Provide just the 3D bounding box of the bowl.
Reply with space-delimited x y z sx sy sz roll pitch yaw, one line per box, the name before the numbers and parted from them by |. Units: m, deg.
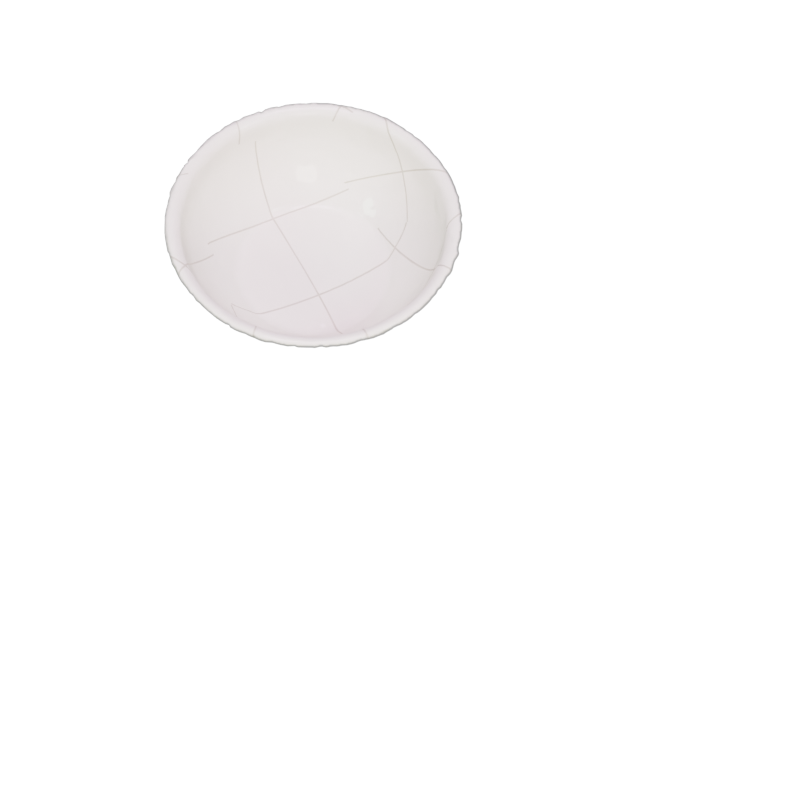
bowl | -0.049 -0.089 0.624 0.162 0.173 0.052 -1 -31 -1
